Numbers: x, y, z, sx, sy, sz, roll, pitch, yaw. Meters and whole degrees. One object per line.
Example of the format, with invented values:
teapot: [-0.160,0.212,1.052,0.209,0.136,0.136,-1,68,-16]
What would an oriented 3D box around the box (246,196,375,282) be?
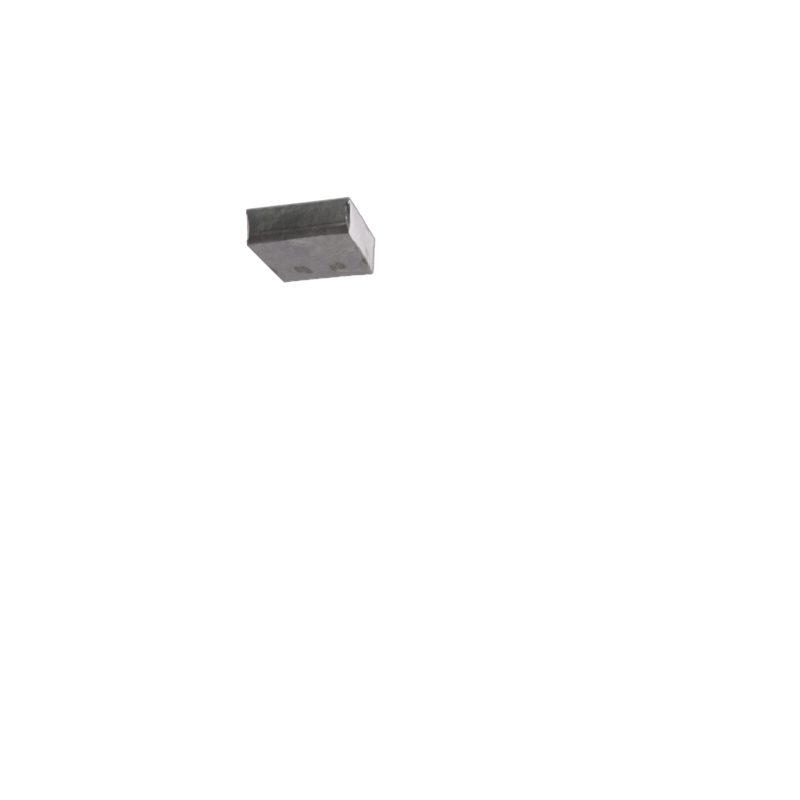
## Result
box: [-0.075,-0.137,0.961,0.091,0.041,0.107,-3,-15,12]
